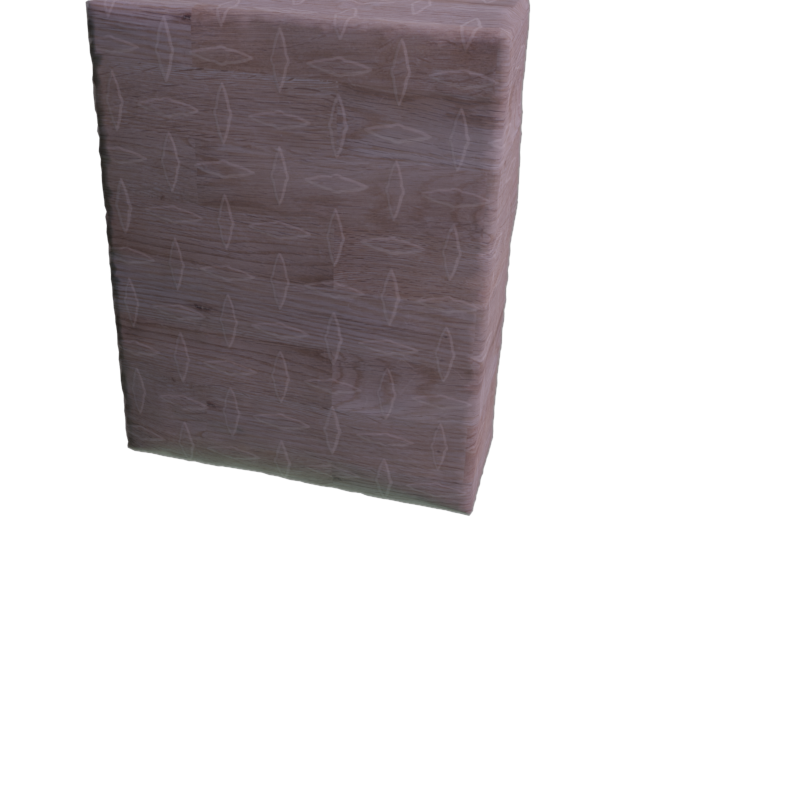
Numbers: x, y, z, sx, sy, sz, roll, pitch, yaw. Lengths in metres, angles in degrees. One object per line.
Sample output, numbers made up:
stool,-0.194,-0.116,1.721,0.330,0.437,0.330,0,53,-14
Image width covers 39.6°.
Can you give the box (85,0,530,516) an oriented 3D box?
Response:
box,-0.037,-0.068,0.473,0.168,0.202,0.074,10,30,14
